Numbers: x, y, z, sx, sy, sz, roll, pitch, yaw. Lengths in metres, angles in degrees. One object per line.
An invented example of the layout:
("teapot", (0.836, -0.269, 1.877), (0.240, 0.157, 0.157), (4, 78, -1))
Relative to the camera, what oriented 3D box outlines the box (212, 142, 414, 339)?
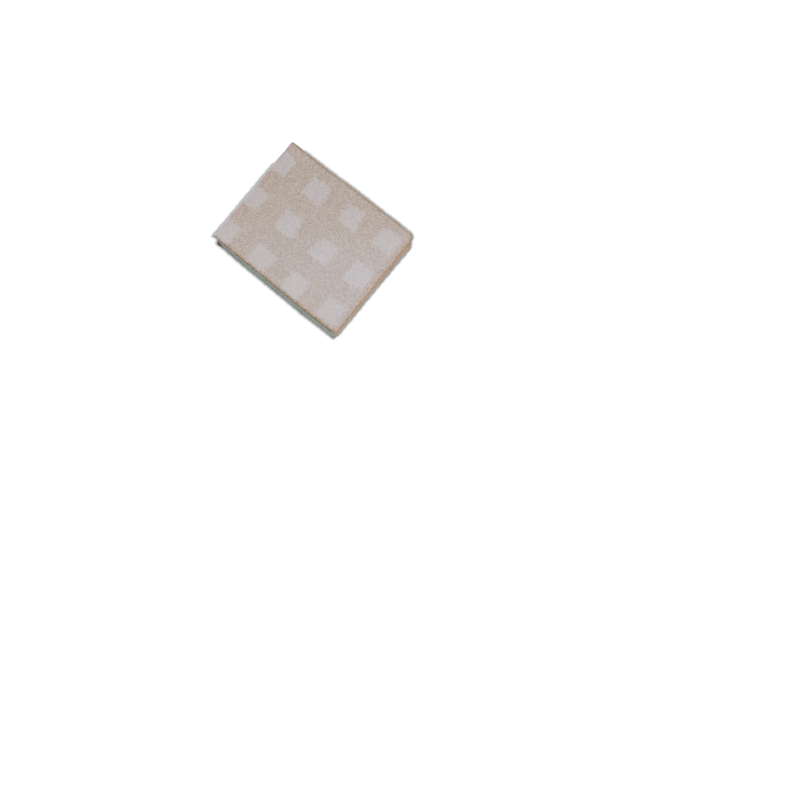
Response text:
("box", (-0.062, -0.112, 0.787), (0.116, 0.091, 0.038), (38, -11, 8))
